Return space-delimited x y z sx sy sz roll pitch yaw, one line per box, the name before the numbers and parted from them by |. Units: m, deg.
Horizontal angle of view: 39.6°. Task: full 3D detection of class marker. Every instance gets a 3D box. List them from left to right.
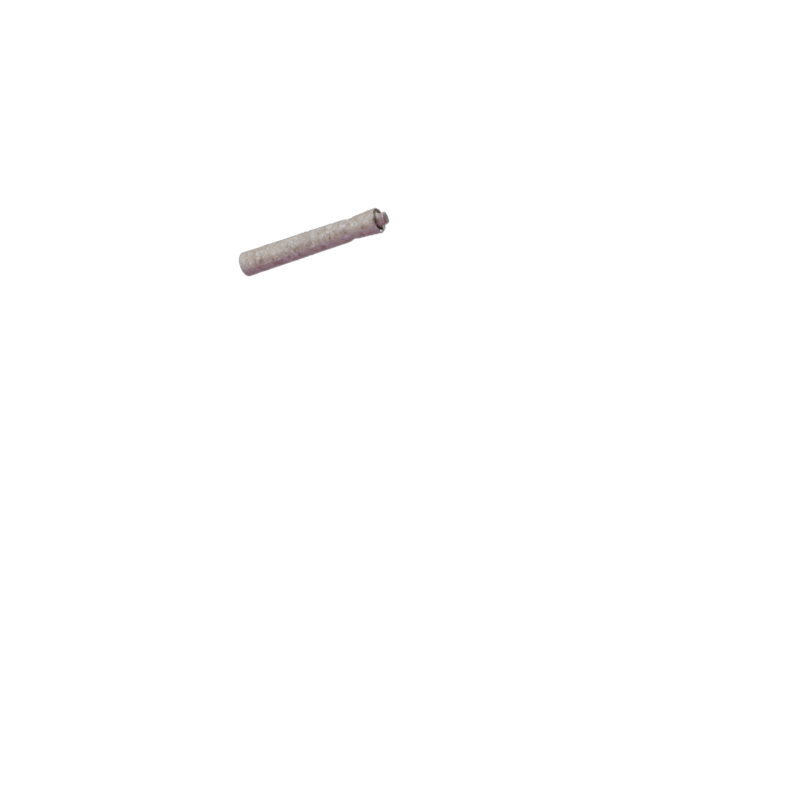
marker | -0.063 -0.115 0.808 0.122 0.020 0.019 -14 -3 26
